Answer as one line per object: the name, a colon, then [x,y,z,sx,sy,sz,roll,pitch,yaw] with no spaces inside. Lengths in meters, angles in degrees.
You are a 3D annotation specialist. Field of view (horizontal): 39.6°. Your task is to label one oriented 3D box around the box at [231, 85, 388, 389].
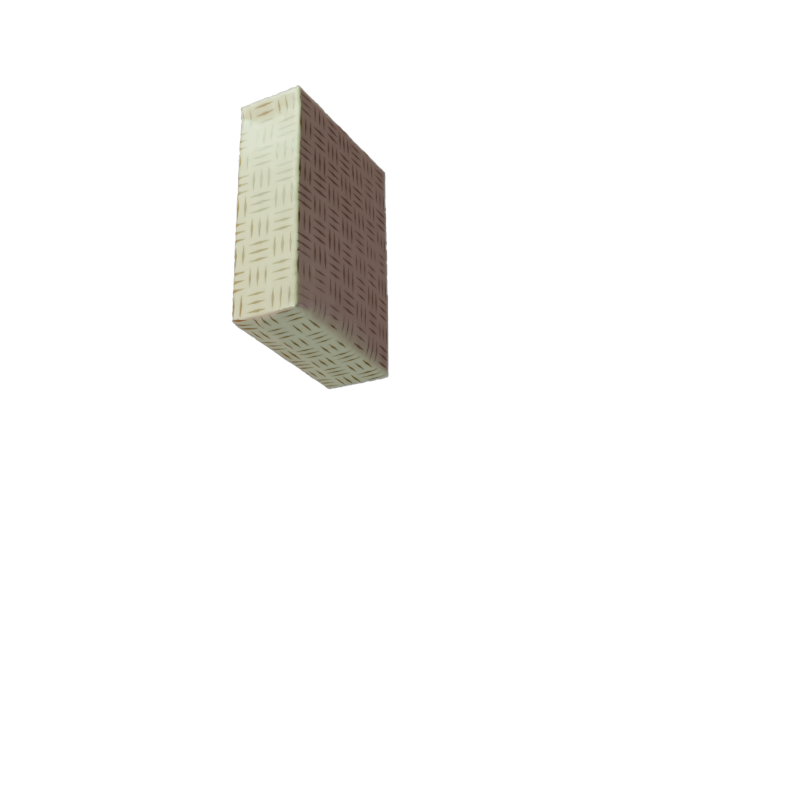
box: [-0.076,-0.138,0.969,0.073,0.227,0.152,-15,-29,24]
